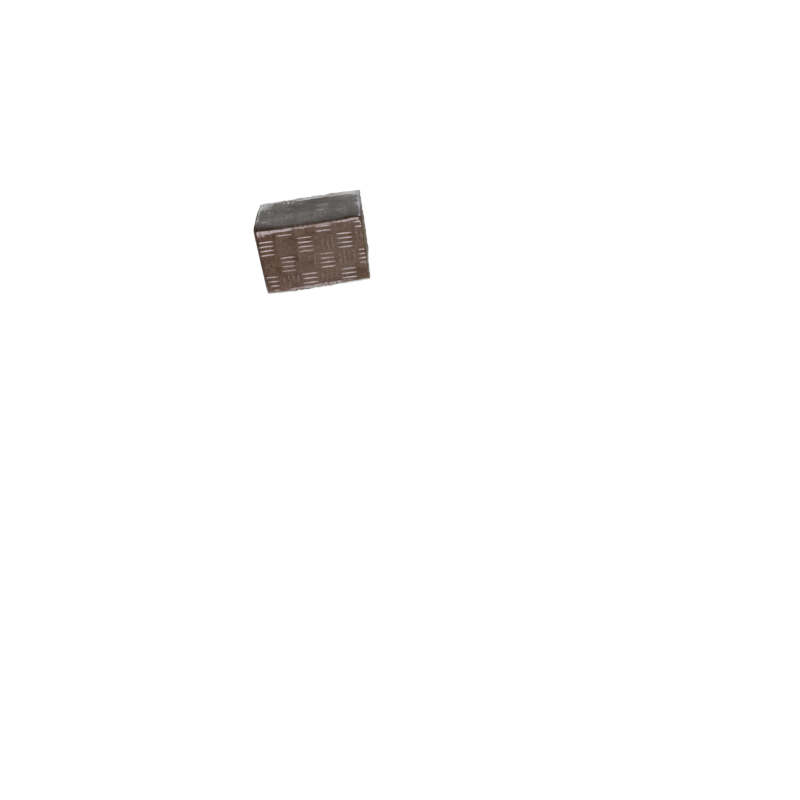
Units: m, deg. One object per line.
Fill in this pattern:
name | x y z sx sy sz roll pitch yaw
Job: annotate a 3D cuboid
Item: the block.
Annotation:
block | -0.063 -0.115 0.809 0.078 0.050 0.054 -8 28 2
